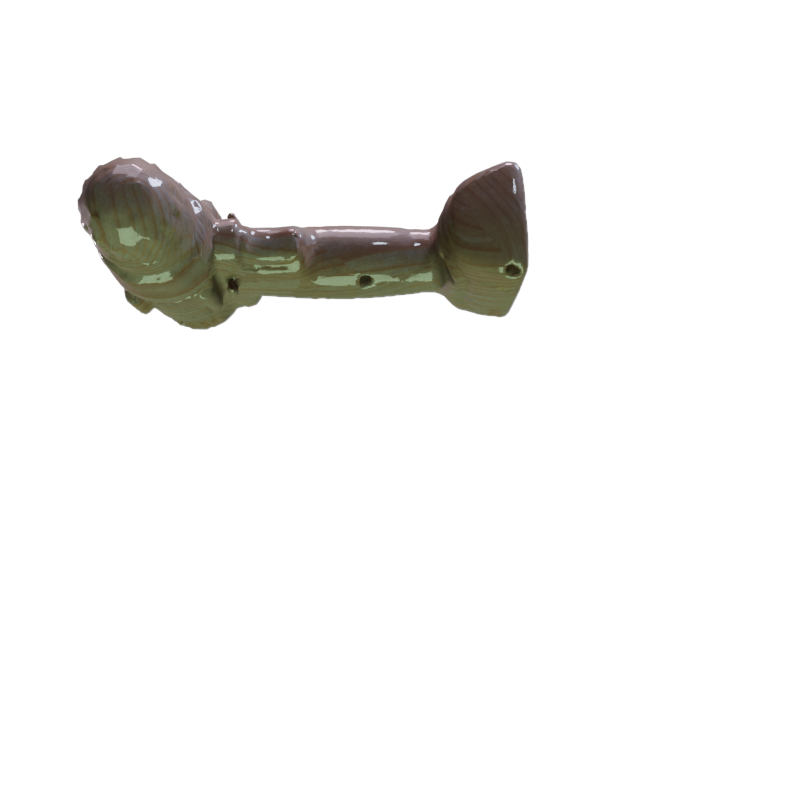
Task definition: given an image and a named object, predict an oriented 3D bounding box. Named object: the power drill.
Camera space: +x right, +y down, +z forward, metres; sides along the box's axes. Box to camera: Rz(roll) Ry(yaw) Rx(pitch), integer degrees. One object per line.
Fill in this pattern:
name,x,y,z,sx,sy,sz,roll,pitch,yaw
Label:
power drill,-0.040,-0.072,0.507,0.189,0.059,0.179,0,-6,3
